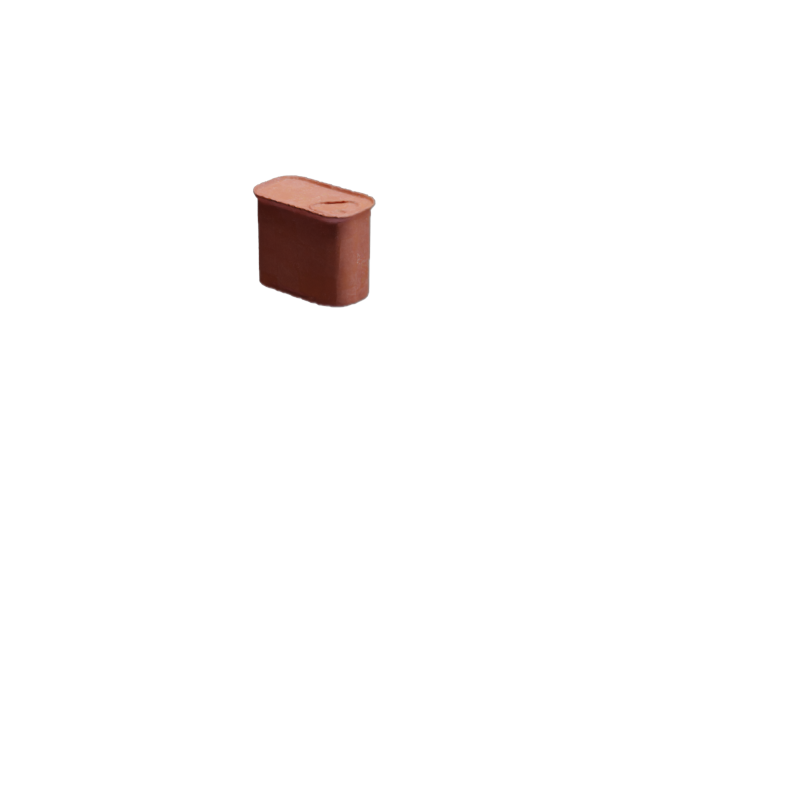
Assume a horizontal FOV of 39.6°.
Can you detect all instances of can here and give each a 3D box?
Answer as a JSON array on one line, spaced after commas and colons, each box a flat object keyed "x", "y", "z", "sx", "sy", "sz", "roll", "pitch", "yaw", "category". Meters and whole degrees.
[{"x": -0.071, "y": -0.130, "z": 0.912, "sx": 0.108, "sy": 0.079, "sz": 0.057, "roll": 21, "pitch": 32, "yaw": 33, "category": "can"}]
